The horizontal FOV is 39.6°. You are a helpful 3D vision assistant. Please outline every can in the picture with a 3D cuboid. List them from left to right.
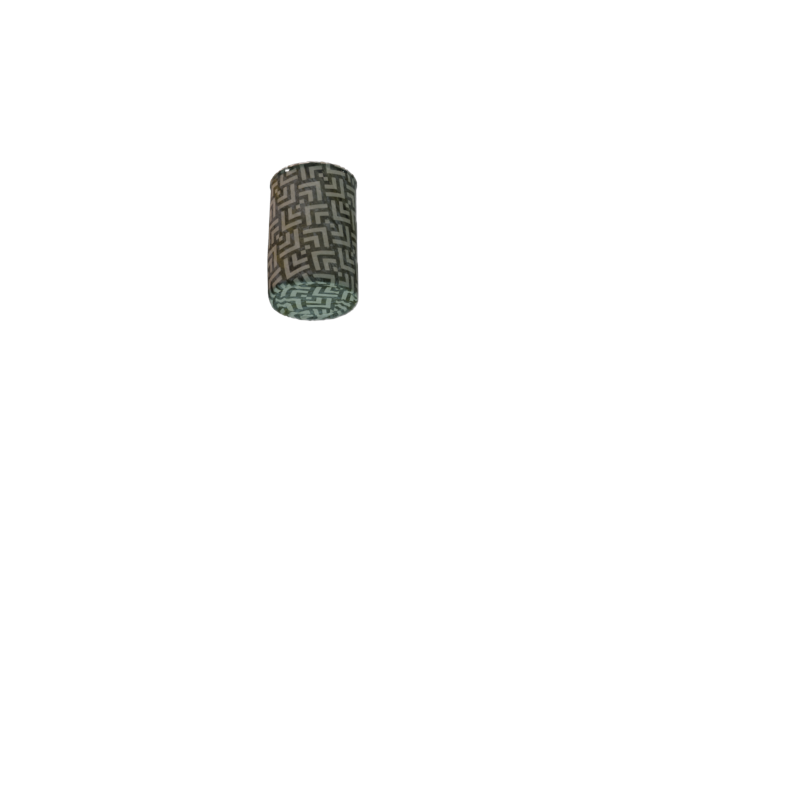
[{"bbox_3d":[-0.065,-0.119,0.835,0.068,0.108,0.065,0,-26,-2],"label":"can"}]
